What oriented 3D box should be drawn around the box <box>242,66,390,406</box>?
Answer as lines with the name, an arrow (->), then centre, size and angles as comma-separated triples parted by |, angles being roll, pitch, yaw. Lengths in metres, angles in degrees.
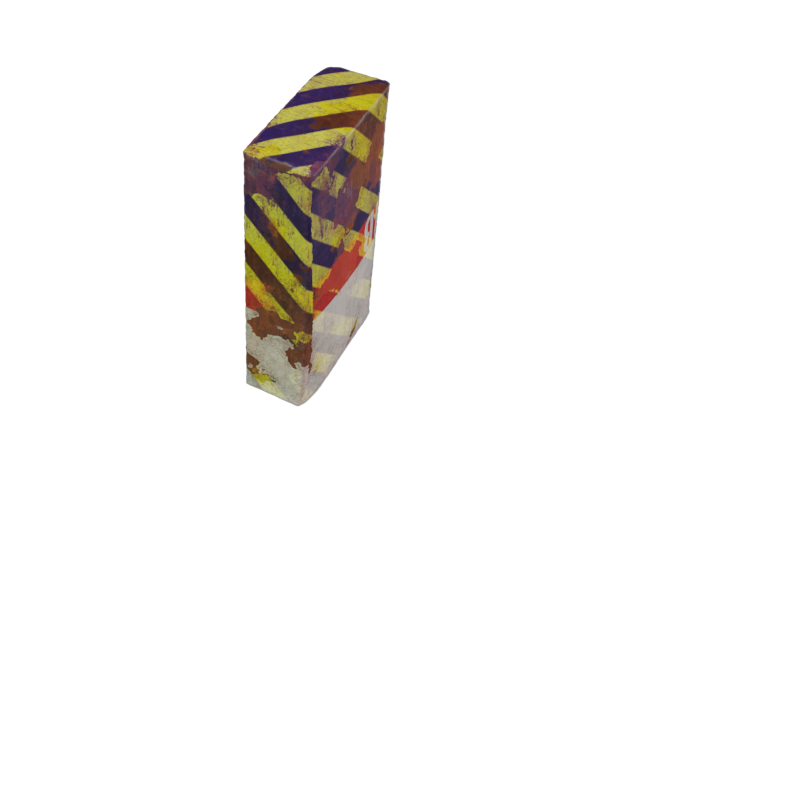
box -> -0.049, -0.088, 0.617 | 0.050, 0.164, 0.097 | 20, 47, 15
